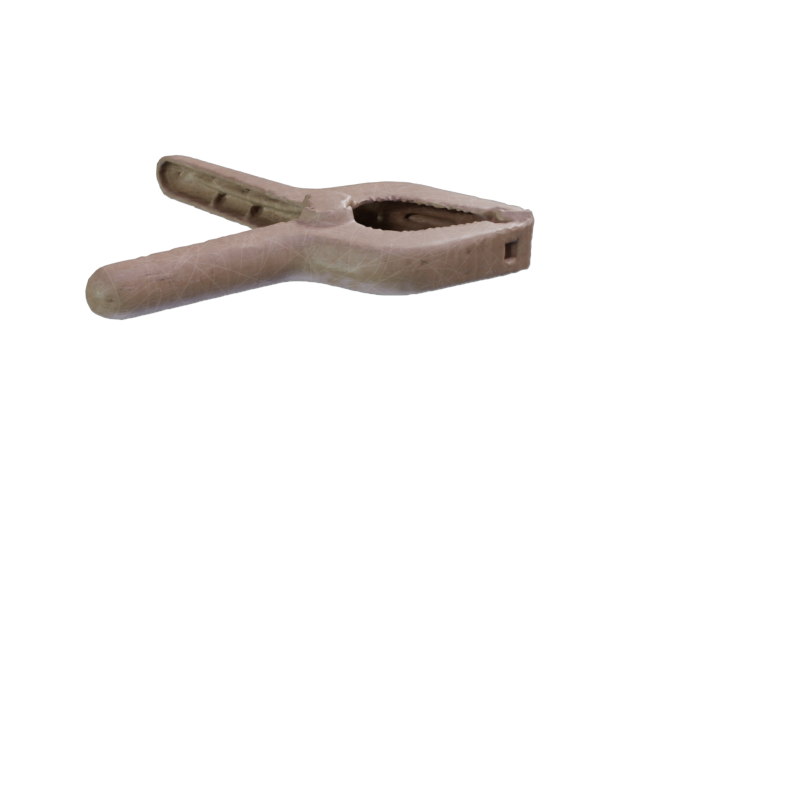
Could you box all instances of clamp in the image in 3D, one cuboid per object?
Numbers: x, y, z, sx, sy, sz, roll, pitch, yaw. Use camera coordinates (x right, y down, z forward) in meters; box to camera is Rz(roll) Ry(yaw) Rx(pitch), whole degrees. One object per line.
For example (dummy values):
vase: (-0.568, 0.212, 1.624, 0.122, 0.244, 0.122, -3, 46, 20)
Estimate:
clamp: (-0.042, -0.077, 0.542, 0.213, 0.034, 0.172, 5, 32, 8)
